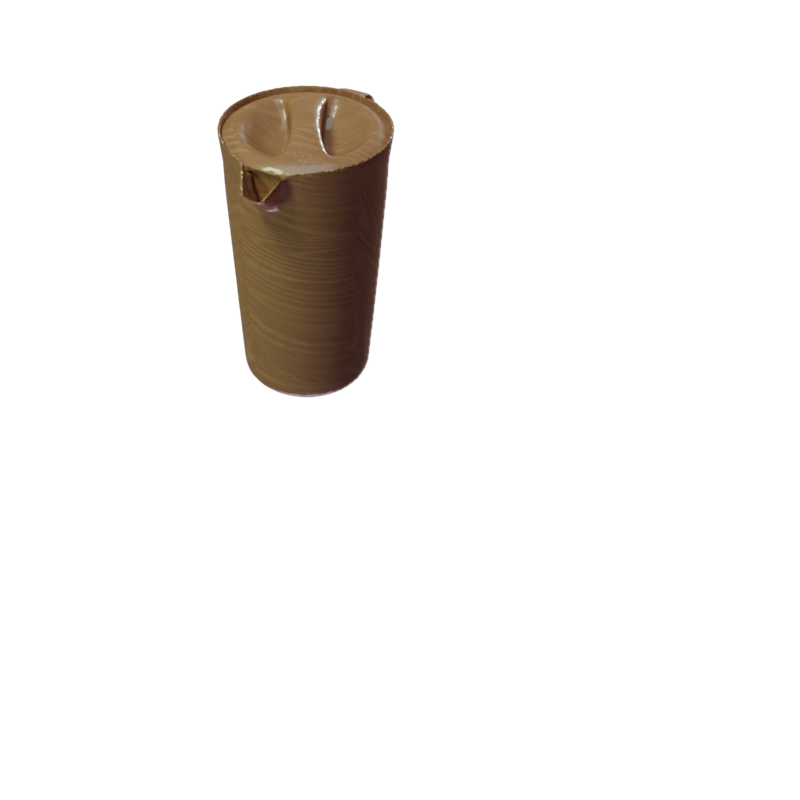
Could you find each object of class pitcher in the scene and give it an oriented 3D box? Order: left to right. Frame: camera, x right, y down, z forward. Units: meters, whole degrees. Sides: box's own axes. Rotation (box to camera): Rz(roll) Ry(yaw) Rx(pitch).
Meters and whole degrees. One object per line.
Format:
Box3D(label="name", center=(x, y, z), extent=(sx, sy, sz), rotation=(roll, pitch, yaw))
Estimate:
Box3D(label="pitcher", center=(-0.071, -0.130, 0.909), extent=(0.147, 0.227, 0.157), rotation=(-12, 42, -17))
